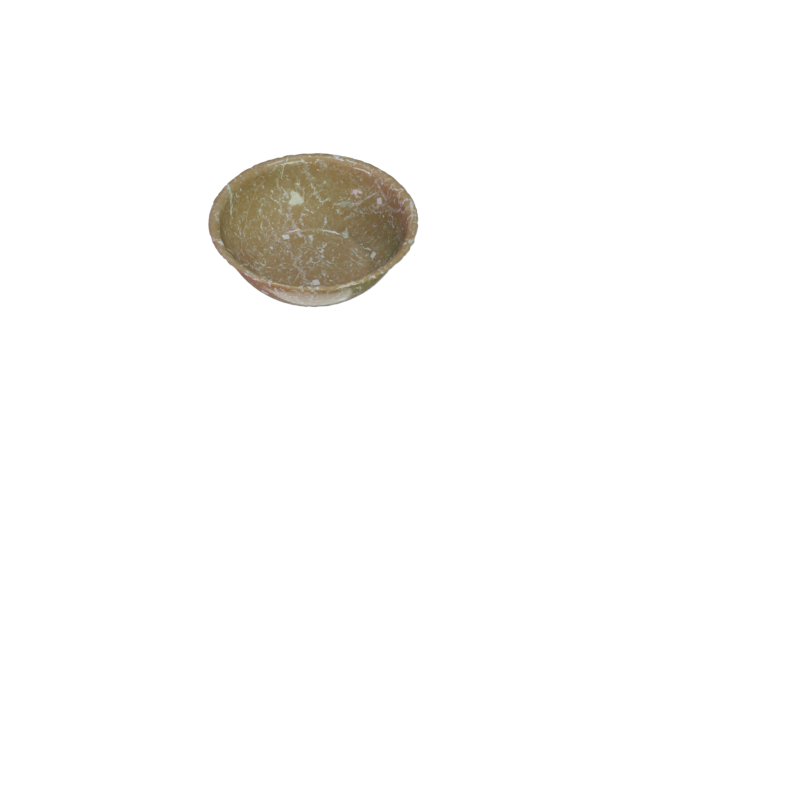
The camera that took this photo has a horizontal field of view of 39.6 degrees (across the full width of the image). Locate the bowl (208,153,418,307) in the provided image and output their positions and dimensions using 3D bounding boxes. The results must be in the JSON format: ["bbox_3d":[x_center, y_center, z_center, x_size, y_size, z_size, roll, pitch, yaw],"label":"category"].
[{"bbox_3d":[-0.068,-0.124,0.872,0.162,0.174,0.051,-1,-44,-1],"label":"bowl"}]
